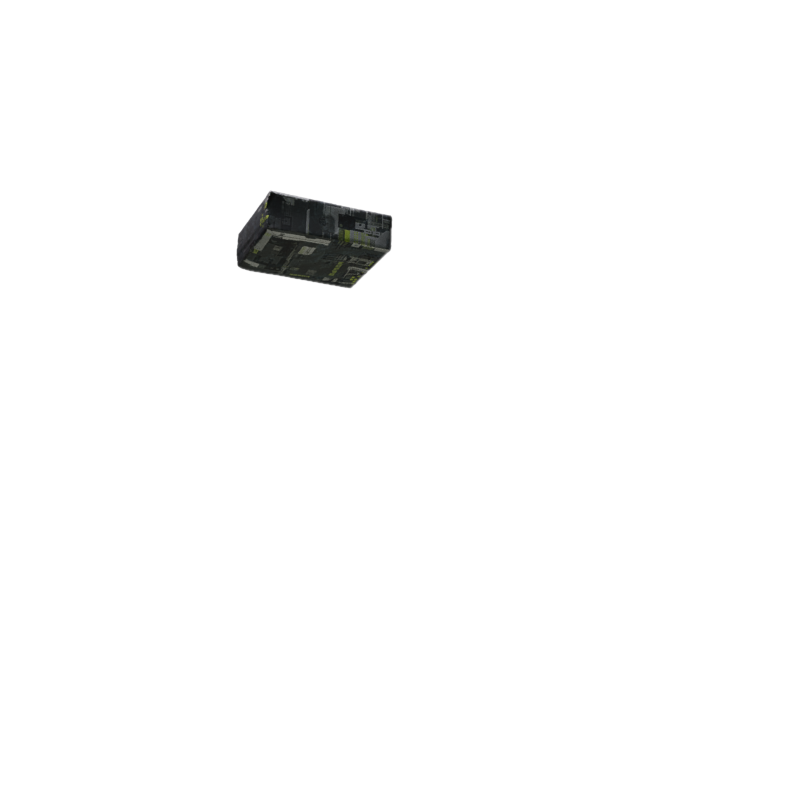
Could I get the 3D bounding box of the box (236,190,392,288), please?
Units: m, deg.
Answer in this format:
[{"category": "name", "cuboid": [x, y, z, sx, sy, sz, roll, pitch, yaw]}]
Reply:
[{"category": "box", "cuboid": [-0.075, -0.136, 0.953, 0.110, 0.041, 0.088, 8, -22, -21]}]
